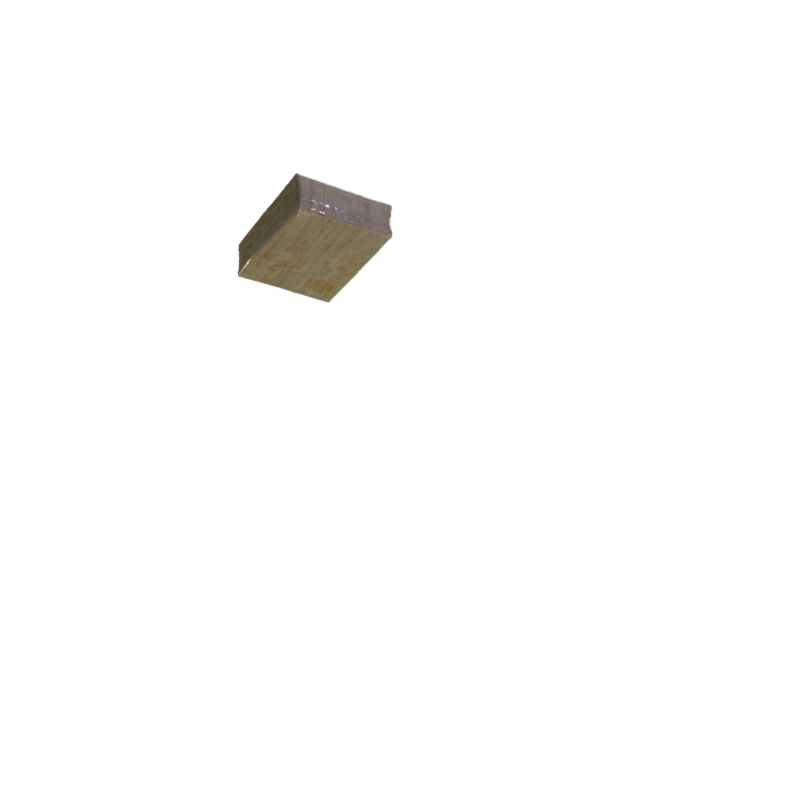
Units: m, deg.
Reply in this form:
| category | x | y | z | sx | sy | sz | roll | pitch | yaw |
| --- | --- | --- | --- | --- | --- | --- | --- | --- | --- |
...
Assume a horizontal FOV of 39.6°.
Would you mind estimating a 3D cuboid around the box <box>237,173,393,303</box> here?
| category | x | y | z | sx | sy | sz | roll | pitch | yaw |
| --- | --- | --- | --- | --- | --- | --- | --- | --- | --- |
| box | -0.072 | -0.131 | 0.920 | 0.086 | 0.041 | 0.111 | 16 | -33 | -27 |
